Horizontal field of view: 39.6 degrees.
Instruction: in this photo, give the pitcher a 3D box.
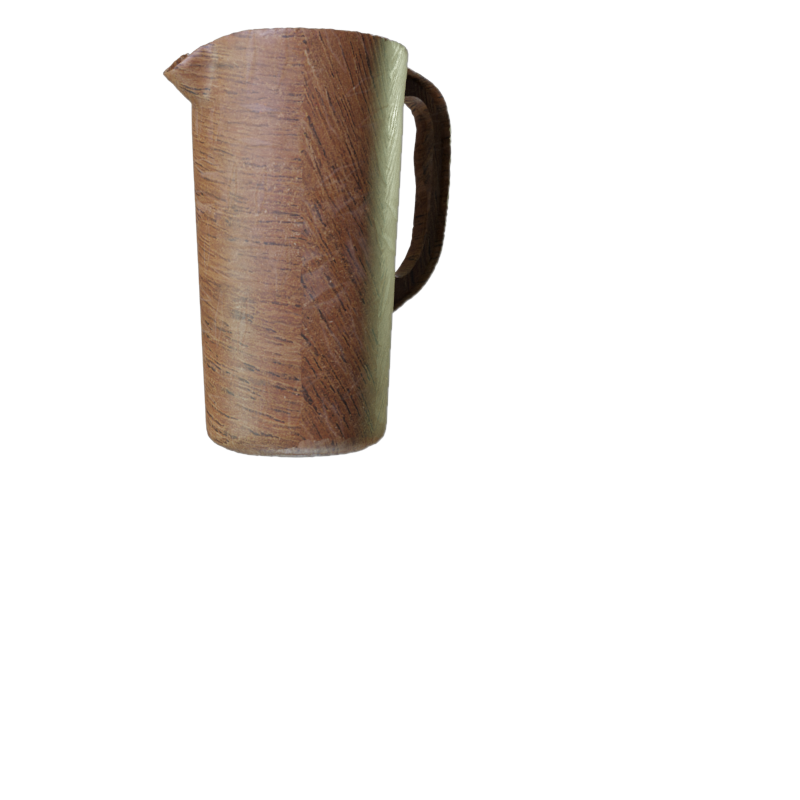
[{"bbox_3d":[-0.052,-0.095,0.669,0.152,0.243,0.142,0,1,14],"label":"pitcher"}]
